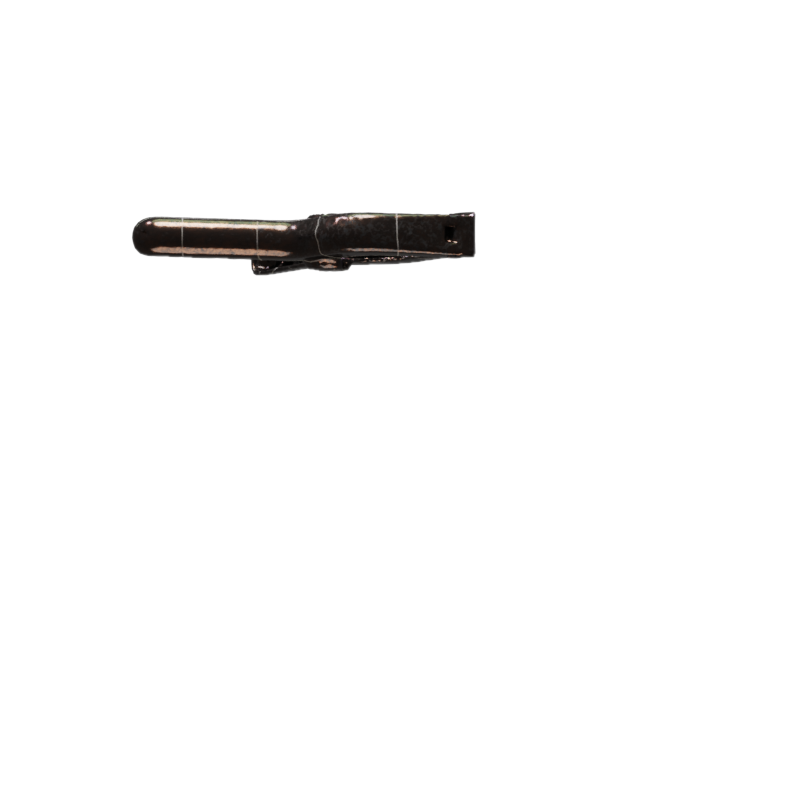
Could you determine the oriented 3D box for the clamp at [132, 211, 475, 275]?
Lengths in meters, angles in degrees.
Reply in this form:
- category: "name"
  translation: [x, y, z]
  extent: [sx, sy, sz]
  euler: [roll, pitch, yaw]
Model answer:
- category: "clamp"
  translation: [-0.056, -0.103, 0.722]
  extent: [0.217, 0.037, 0.158]
  euler: [1, 2, 31]
